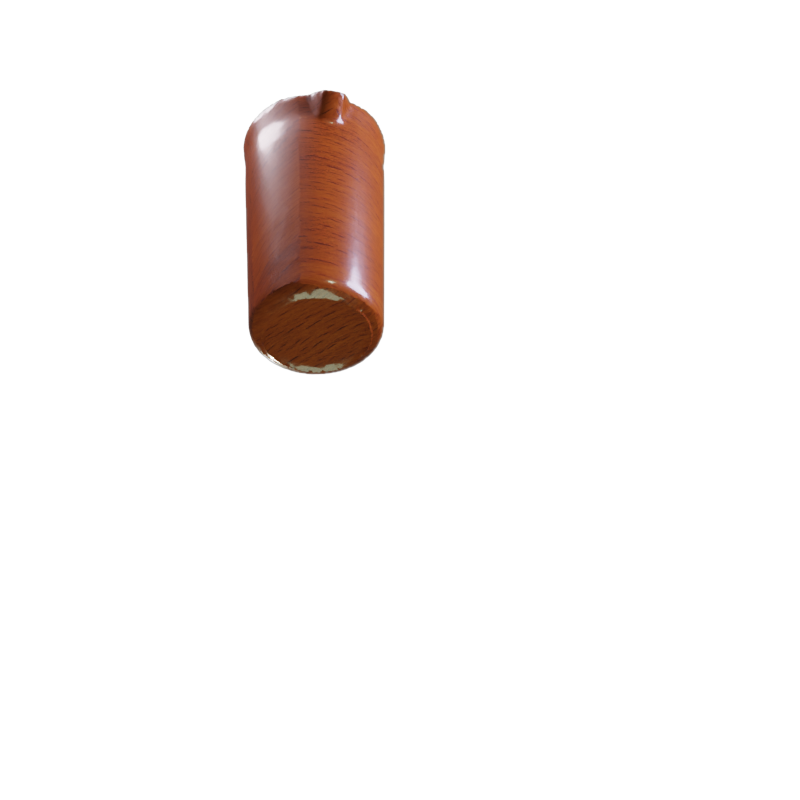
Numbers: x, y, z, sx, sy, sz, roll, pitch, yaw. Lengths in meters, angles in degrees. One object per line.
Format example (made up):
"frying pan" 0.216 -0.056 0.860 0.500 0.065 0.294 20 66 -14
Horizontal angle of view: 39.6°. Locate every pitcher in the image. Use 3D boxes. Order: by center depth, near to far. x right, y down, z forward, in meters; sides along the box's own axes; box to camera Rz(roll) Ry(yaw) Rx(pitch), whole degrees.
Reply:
"pitcher" -0.076 -0.138 0.968 0.146 0.261 0.138 -22 -46 20
